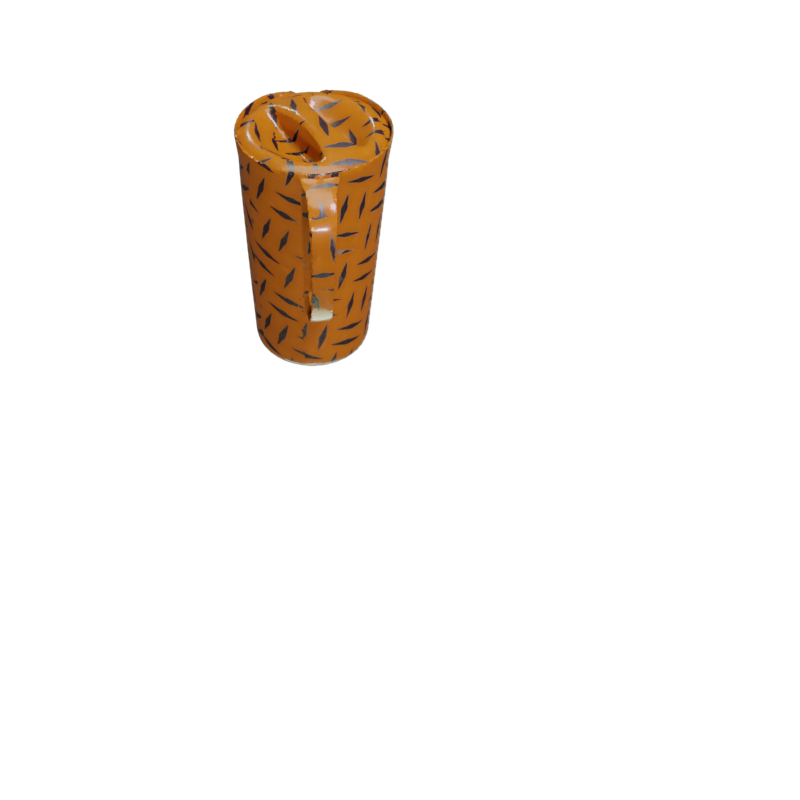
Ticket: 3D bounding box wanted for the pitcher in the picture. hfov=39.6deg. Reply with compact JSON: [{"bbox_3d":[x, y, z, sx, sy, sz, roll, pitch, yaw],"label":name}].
[{"bbox_3d":[-0.077,-0.141,0.987,0.153,0.226,0.151,29,49,25],"label":"pitcher"}]
